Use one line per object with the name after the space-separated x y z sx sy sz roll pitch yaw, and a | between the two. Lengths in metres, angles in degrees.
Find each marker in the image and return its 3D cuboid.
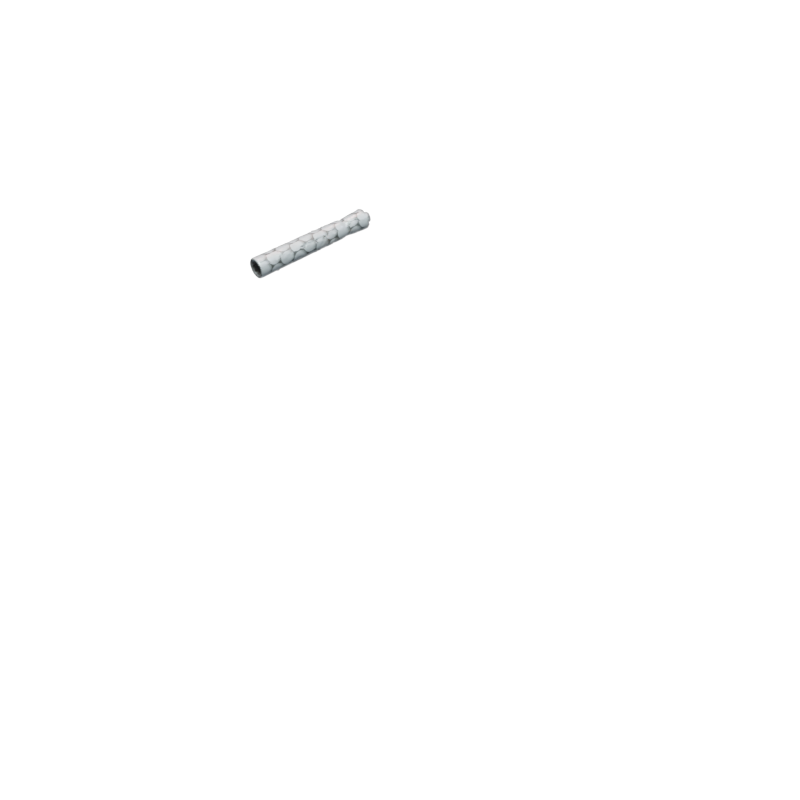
-0.076 -0.138 0.969 0.121 0.019 0.020 -29 18 -27 | marker
